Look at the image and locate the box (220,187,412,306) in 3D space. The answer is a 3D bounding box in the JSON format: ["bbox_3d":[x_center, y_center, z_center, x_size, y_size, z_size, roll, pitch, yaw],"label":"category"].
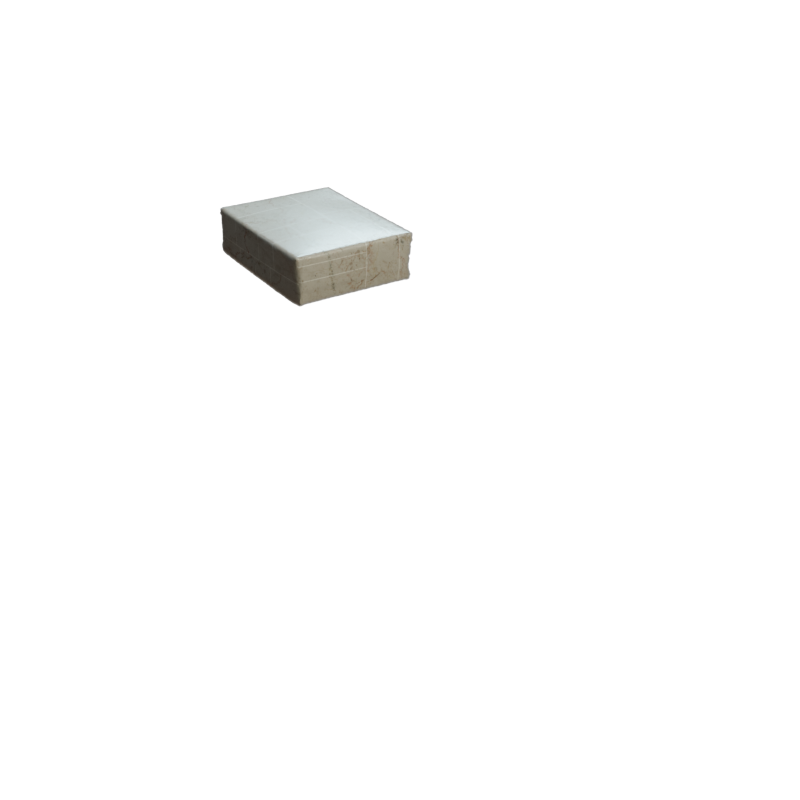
[{"bbox_3d":[-0.060,-0.108,0.760,0.088,0.037,0.122,-17,34,-28],"label":"box"}]
